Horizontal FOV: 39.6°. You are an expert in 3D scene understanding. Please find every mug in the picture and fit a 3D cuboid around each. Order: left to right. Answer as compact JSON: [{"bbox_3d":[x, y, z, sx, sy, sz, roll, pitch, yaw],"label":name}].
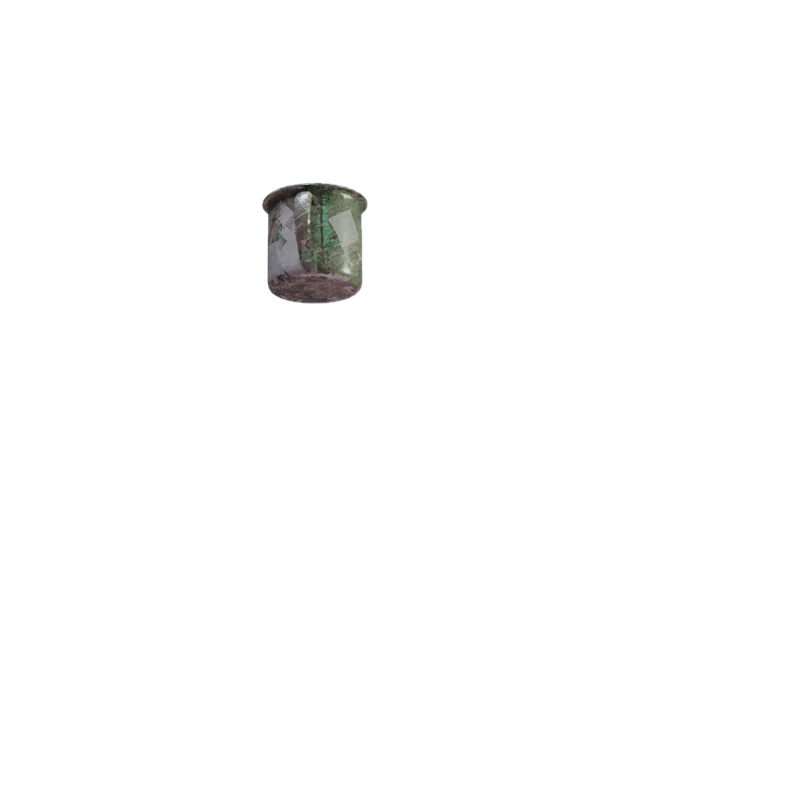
[{"bbox_3d":[-0.074,-0.136,0.951,0.094,0.085,0.112,-2,-16,3],"label":"mug"}]
